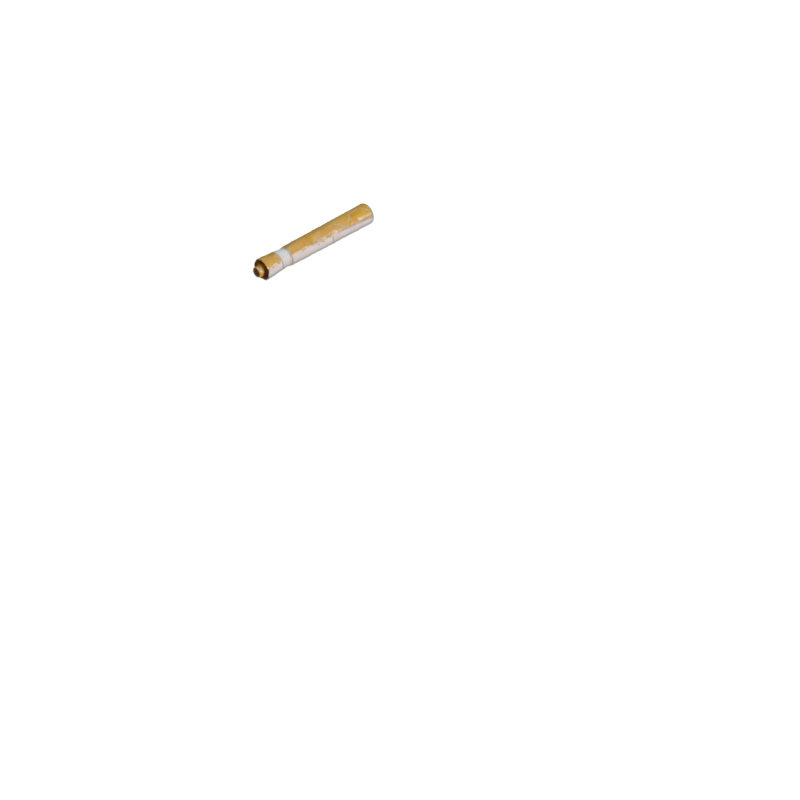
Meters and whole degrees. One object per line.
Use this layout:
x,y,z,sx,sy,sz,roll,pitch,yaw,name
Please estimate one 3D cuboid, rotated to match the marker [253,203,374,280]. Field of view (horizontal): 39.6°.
-0.071,-0.129,0.907,0.121,0.019,0.021,-34,23,-32,marker
